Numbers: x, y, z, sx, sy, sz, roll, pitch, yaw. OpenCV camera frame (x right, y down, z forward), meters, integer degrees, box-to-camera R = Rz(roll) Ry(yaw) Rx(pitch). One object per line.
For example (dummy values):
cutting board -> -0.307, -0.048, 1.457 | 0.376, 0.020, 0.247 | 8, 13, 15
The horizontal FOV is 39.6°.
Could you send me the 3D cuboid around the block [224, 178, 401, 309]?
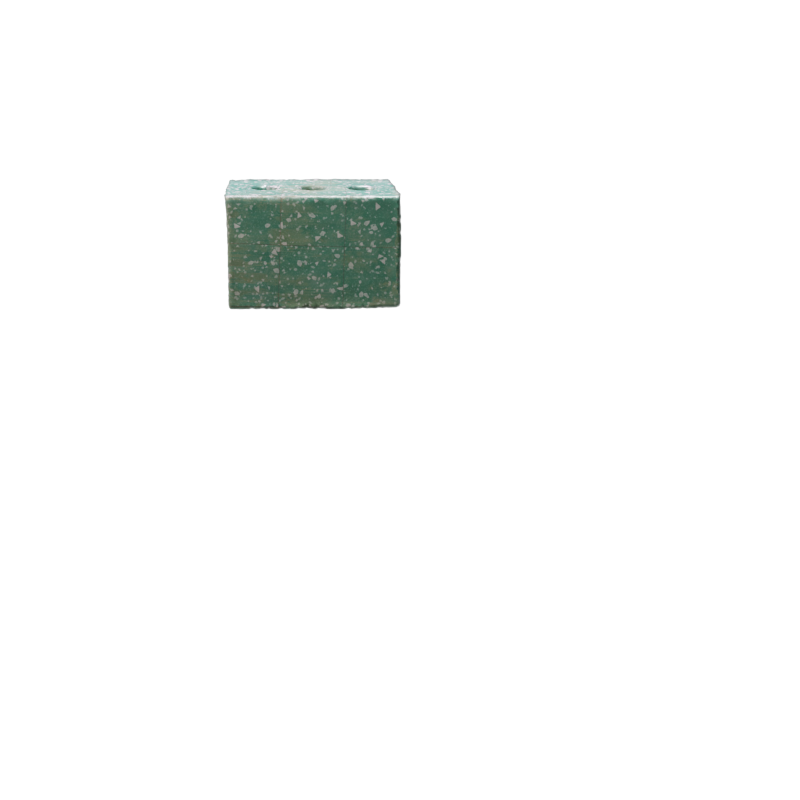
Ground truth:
block -> -0.039, -0.072, 0.502 | 0.078, 0.050, 0.055 | -1, 14, -3
